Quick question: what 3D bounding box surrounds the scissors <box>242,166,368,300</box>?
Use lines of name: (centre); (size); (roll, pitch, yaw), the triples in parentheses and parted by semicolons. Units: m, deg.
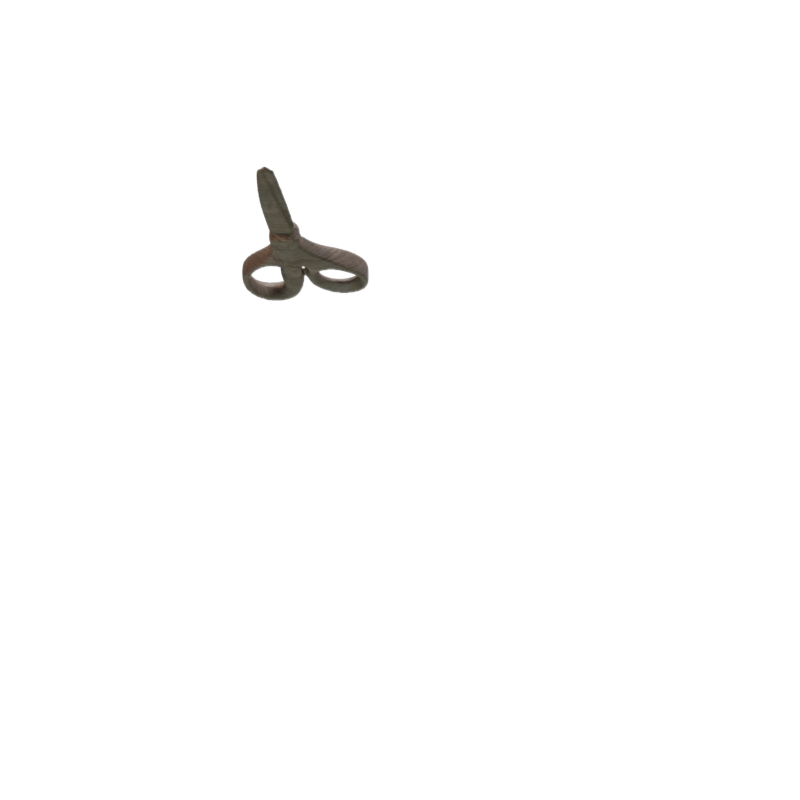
scissors: (-0.055, -0.101, 0.707); (0.095, 0.016, 0.196); (3, -15, -13)
